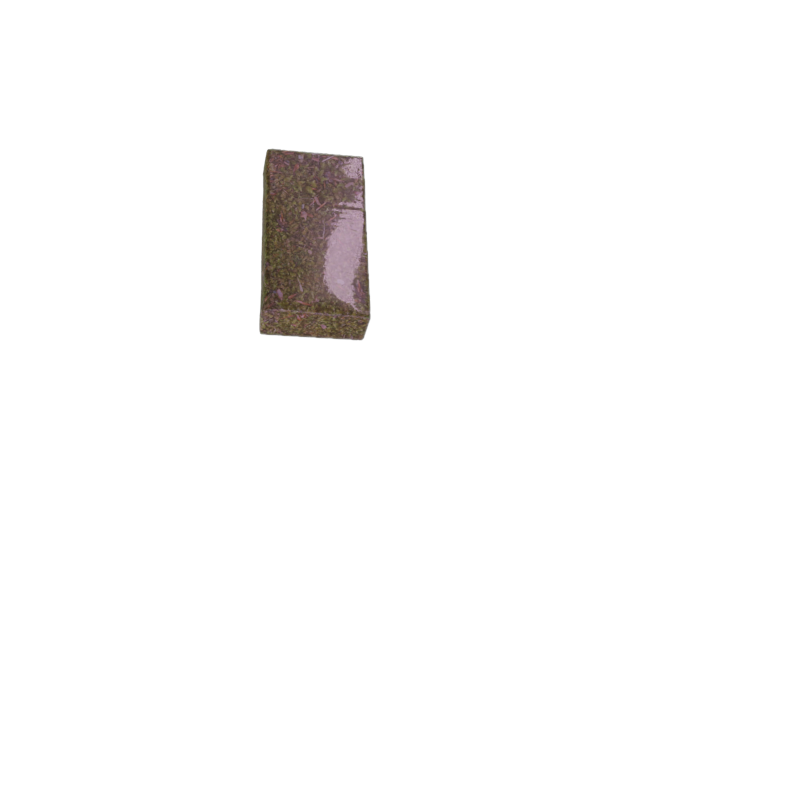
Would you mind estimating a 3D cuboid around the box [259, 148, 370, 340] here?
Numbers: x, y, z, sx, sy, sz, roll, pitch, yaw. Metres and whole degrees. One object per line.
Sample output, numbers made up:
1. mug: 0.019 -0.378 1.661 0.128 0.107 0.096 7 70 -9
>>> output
1. box: -0.077 -0.140 0.985 0.092 0.189 0.045 3 -35 -8
